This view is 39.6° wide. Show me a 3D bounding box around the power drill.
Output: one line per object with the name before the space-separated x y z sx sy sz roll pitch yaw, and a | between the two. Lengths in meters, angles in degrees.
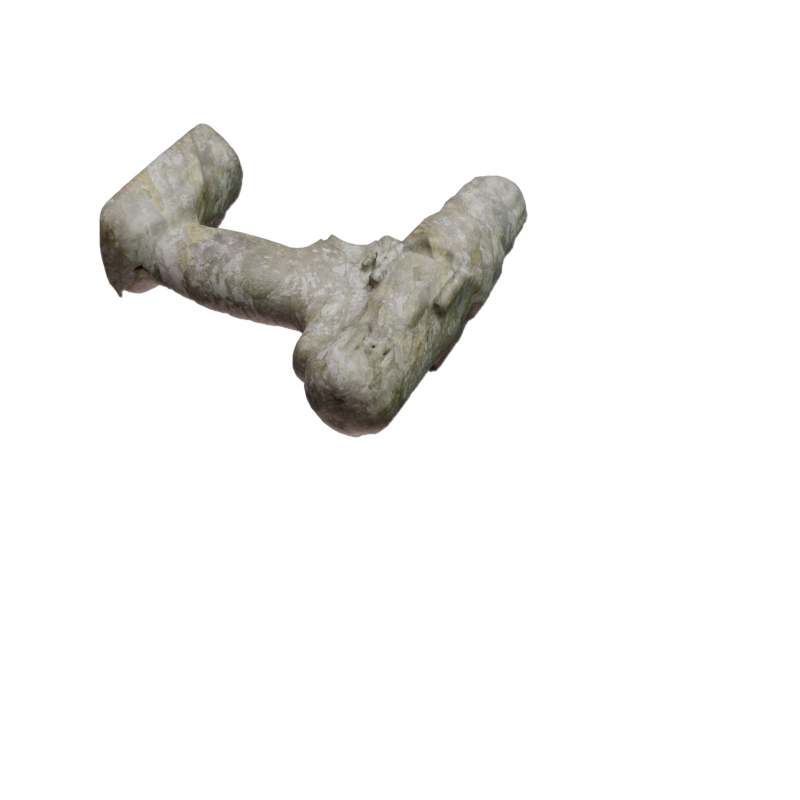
power drill | -0.045 -0.082 0.575 0.196 0.053 0.190 21 48 21
